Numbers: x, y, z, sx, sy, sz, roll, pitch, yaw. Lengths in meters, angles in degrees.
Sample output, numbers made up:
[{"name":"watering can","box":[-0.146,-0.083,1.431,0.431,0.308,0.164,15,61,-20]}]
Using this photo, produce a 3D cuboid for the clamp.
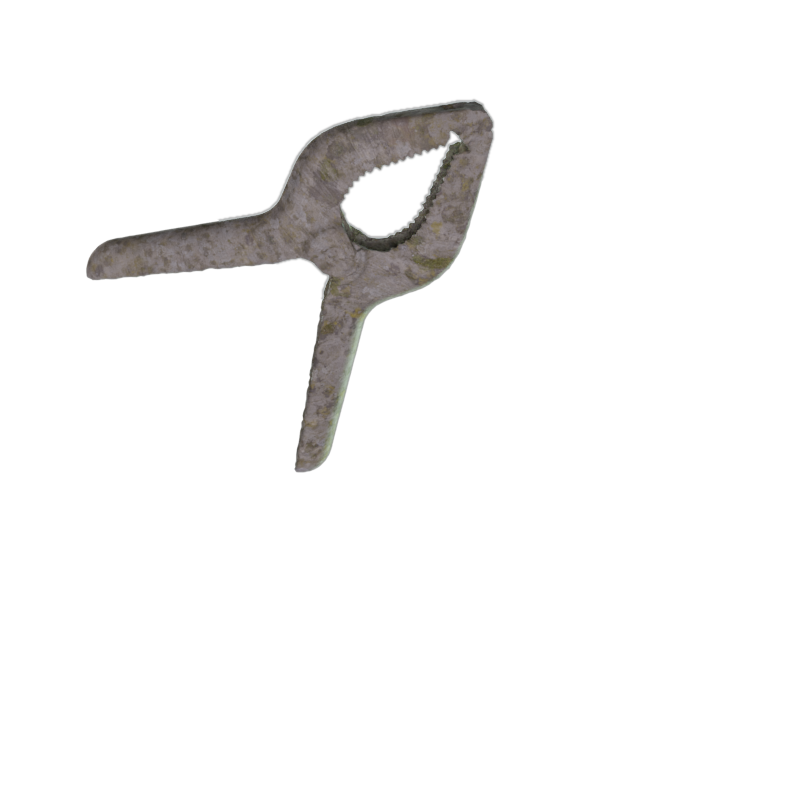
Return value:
[{"name":"clamp","box":[-0.044,-0.079,0.557,0.159,0.207,0.038,39,15,-13]}]
